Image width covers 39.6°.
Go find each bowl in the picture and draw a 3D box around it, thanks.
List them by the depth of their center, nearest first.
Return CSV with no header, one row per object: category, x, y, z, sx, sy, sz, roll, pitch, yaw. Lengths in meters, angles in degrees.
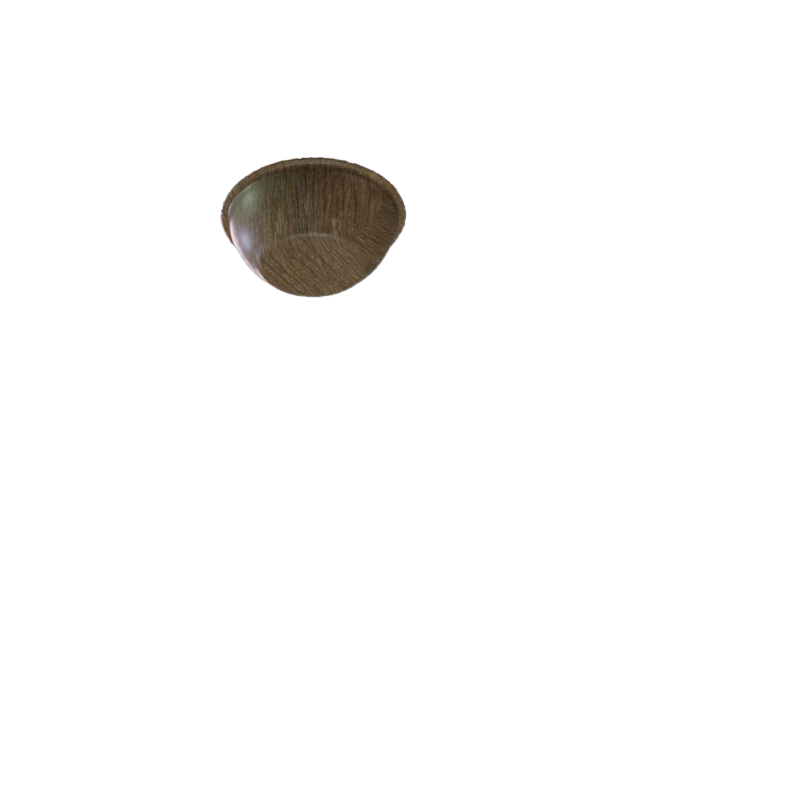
bowl,-0.075,-0.136,0.953,0.162,0.059,0.152,1,-32,-2
